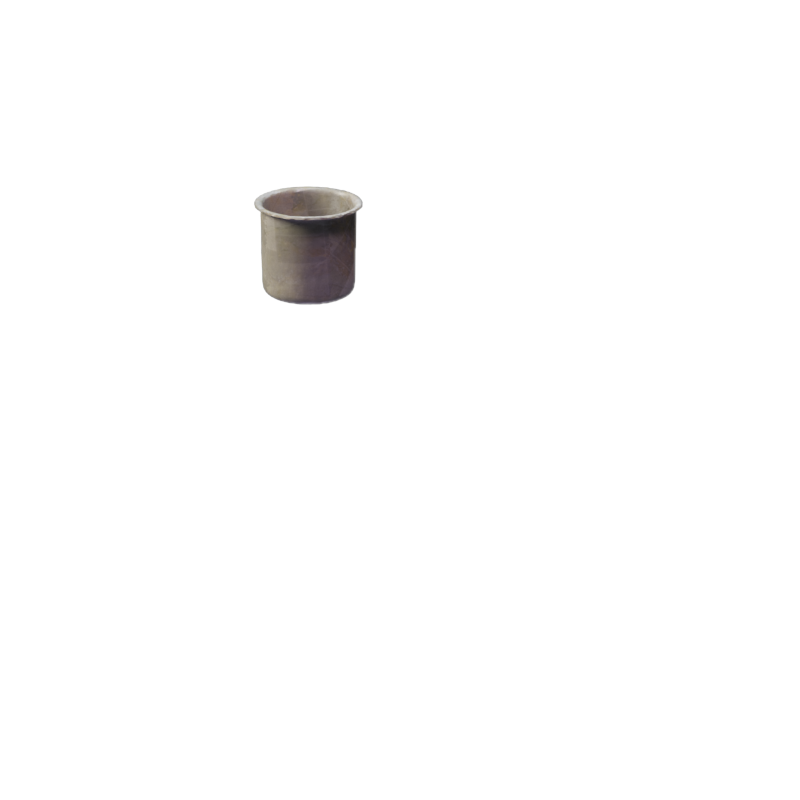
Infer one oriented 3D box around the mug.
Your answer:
[{"bbox_3d":[-0.076,-0.139,0.970,0.096,0.078,0.120,8,25,15],"label":"mug"}]
